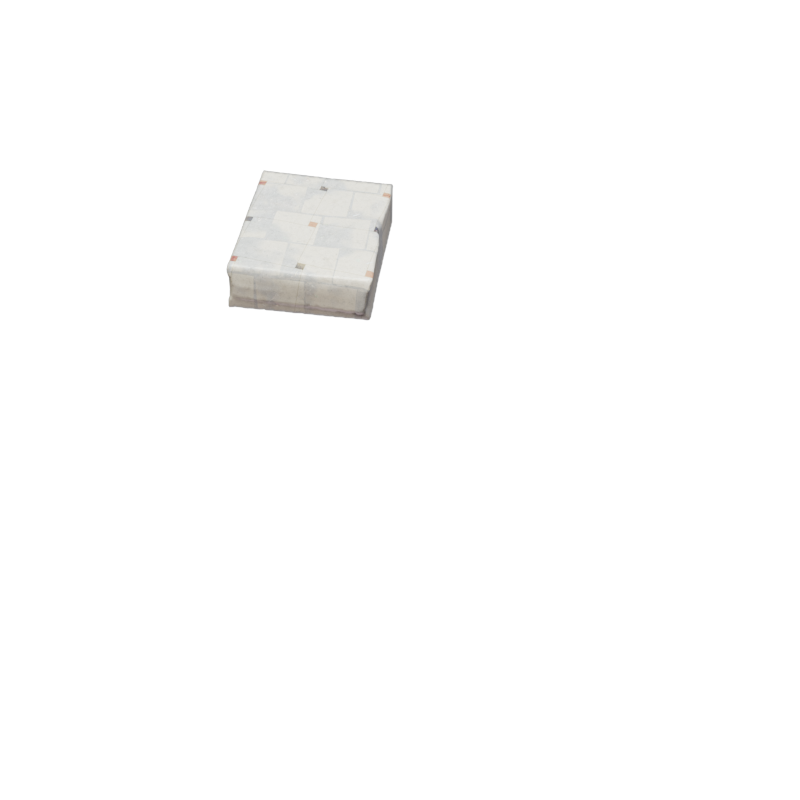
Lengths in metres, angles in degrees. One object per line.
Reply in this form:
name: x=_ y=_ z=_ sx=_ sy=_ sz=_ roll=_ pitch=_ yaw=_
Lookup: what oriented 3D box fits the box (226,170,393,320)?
box: x=-0.045 y=-0.082 z=0.578 sx=0.074 sy=0.028 sz=0.095 roll=6 pitch=42 yaw=6
